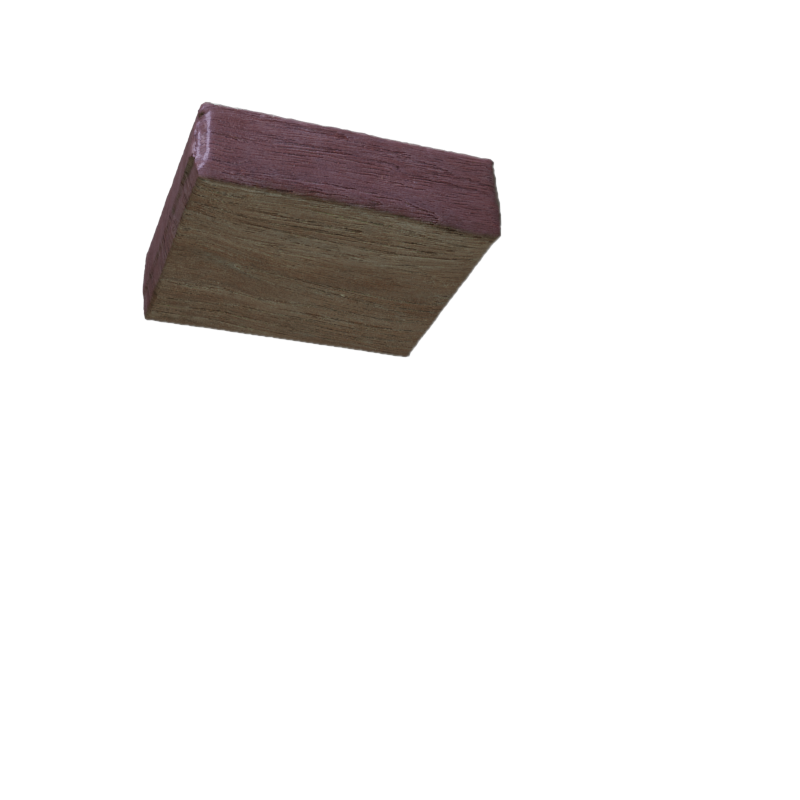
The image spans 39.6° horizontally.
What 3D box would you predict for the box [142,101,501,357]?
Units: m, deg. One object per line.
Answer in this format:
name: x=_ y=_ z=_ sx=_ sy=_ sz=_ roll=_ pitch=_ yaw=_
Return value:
box: x=-0.032 y=-0.059 z=0.411 sx=0.110 sy=0.042 sz=0.086 roll=10 pitch=-33 yaw=-17
